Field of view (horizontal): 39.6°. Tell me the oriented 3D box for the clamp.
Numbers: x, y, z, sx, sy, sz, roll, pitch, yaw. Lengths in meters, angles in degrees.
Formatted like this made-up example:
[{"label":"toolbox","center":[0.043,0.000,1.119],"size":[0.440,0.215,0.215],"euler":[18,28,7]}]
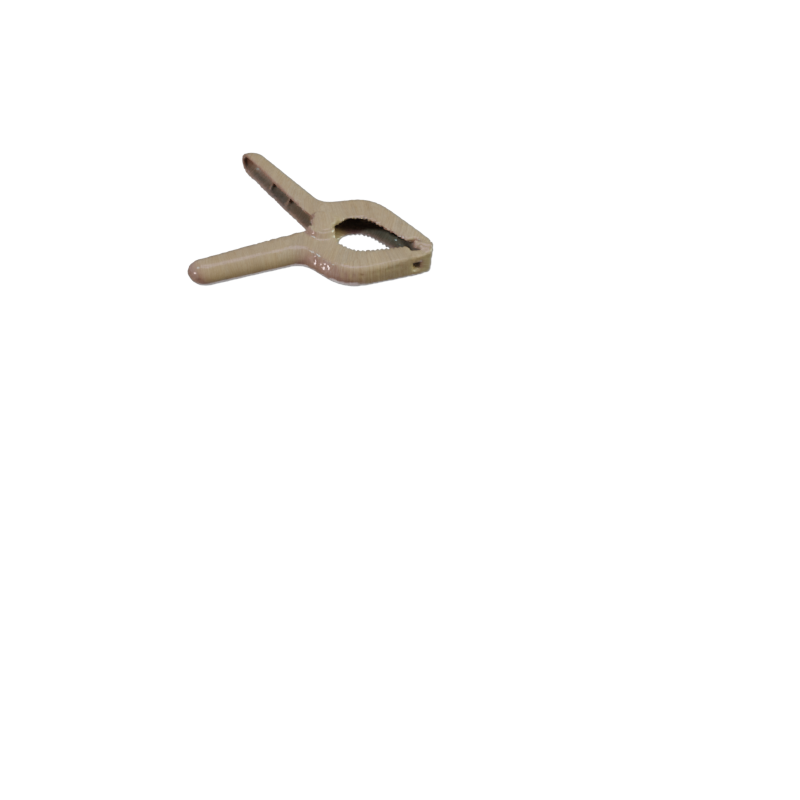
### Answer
[{"label":"clamp","center":[-0.078,-0.142,0.996],"size":[0.216,0.172,0.034],"euler":[17,-37,13]}]
